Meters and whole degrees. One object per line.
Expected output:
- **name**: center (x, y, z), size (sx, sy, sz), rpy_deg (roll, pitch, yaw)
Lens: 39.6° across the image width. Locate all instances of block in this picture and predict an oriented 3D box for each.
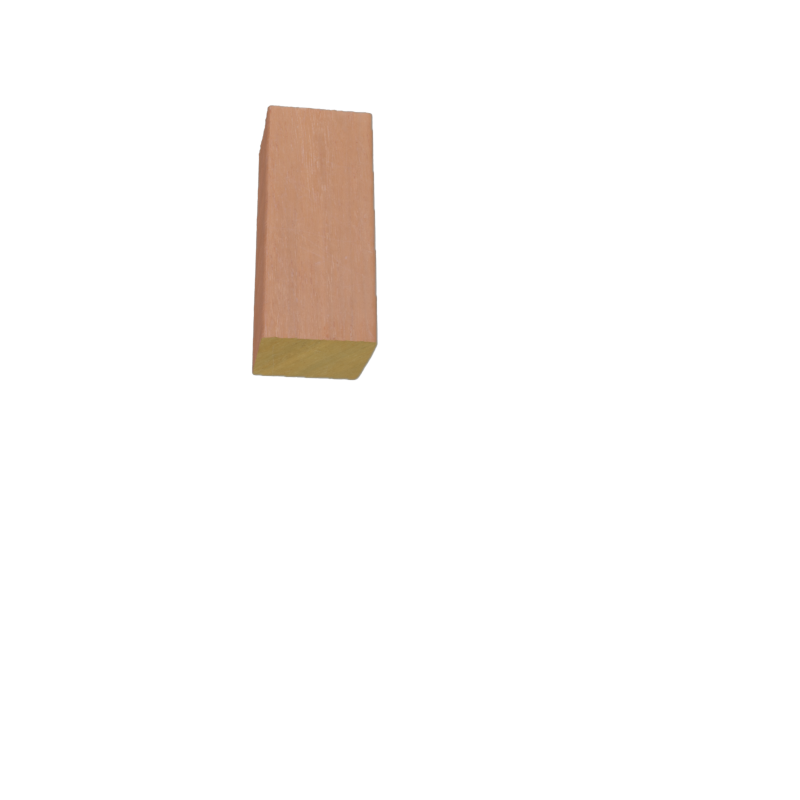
- **block**: center (-0.071, -0.130, 0.914), size (0.089, 0.218, 0.086), rpy_deg (3, -24, -10)
